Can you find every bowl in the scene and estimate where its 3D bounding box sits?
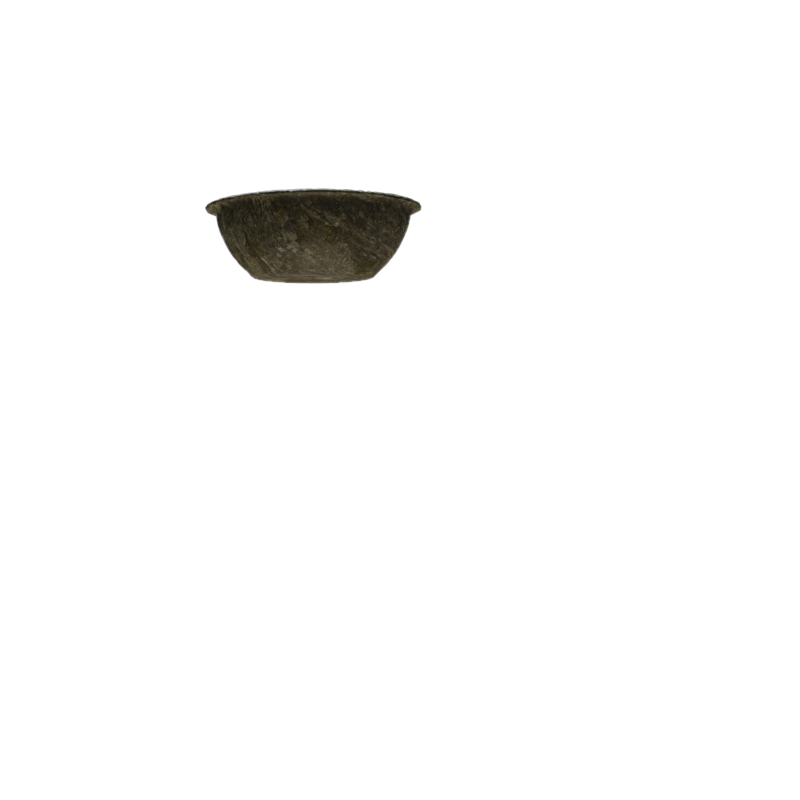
[{"bbox_3d":[-0.065,-0.118,0.830,0.162,0.056,0.161,0,0,-2],"label":"bowl"}]
